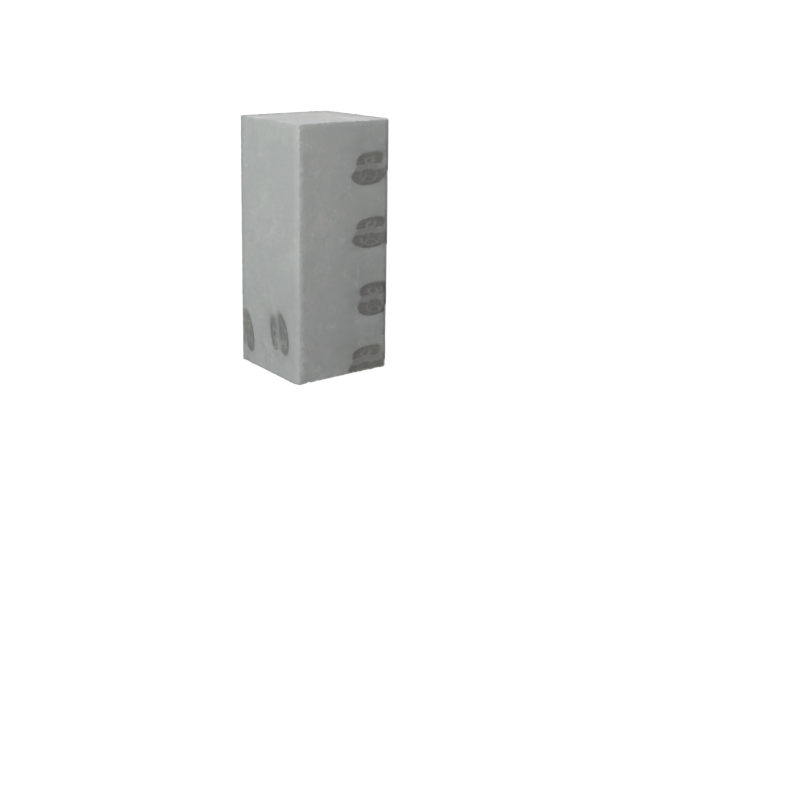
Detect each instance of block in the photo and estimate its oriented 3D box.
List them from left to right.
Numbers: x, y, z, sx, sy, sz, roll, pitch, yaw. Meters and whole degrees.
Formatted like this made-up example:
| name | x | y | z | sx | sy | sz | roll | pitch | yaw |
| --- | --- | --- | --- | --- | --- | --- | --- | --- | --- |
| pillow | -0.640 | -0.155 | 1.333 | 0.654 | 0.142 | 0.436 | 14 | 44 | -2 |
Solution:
| name | x | y | z | sx | sy | sz | roll | pitch | yaw |
| --- | --- | --- | --- | --- | --- | --- | --- | --- | --- |
| block | -0.072 | -0.130 | 0.912 | 0.088 | 0.200 | 0.095 | -9 | 17 | -36 |
